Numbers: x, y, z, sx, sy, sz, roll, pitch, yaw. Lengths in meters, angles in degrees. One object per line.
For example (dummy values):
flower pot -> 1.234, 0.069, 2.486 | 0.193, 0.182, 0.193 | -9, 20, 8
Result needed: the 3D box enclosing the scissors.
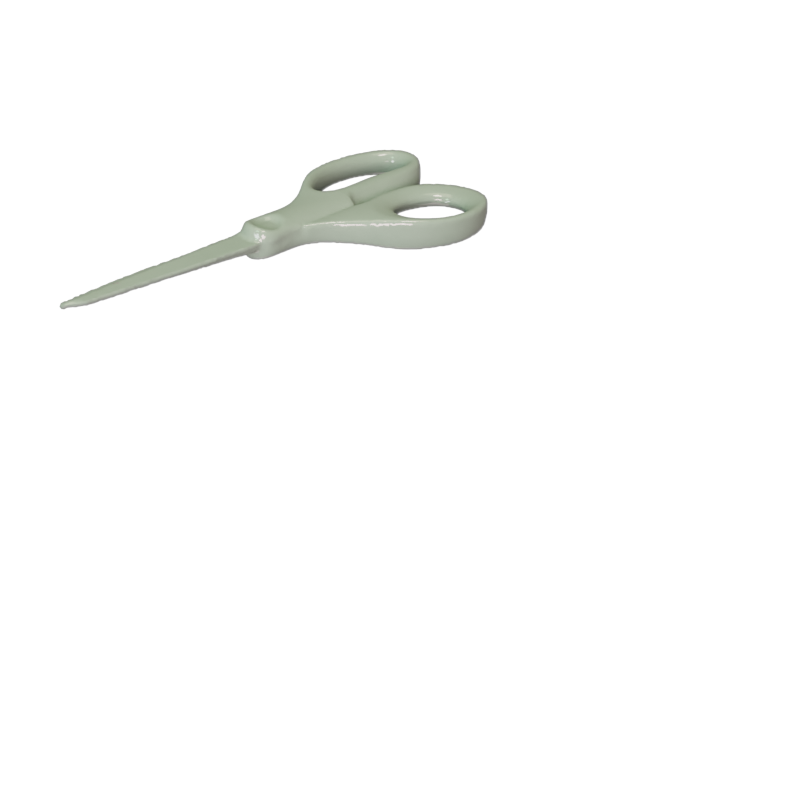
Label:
scissors -> -0.037, -0.067, 0.467 | 0.101, 0.015, 0.204 | 17, 36, 26
